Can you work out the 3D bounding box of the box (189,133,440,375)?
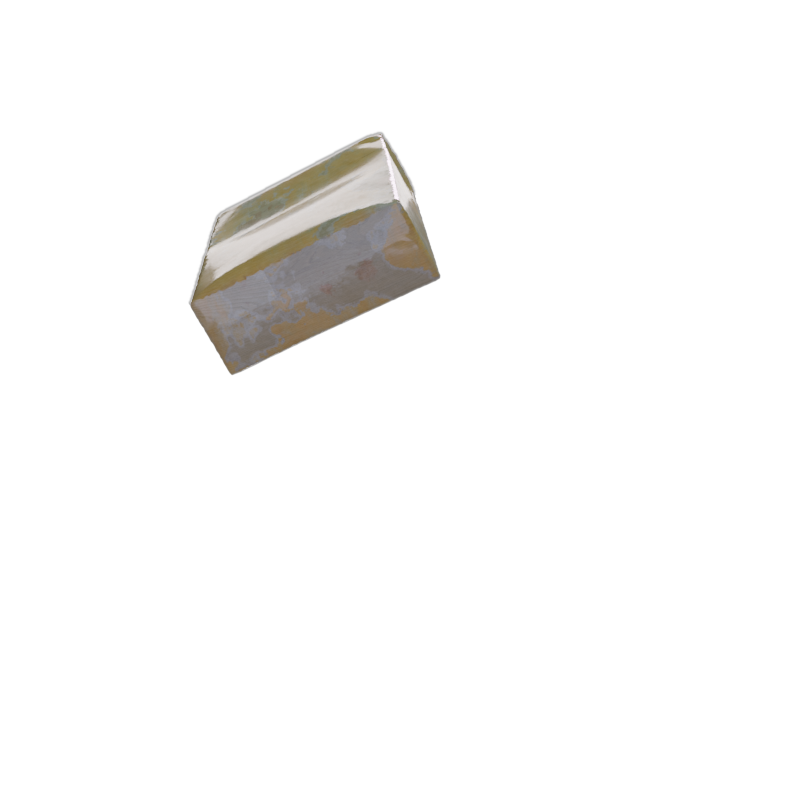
[{"bbox_3d":[-0.067,-0.121,0.851,0.164,0.068,0.225,-25,24,8],"label":"box"}]
